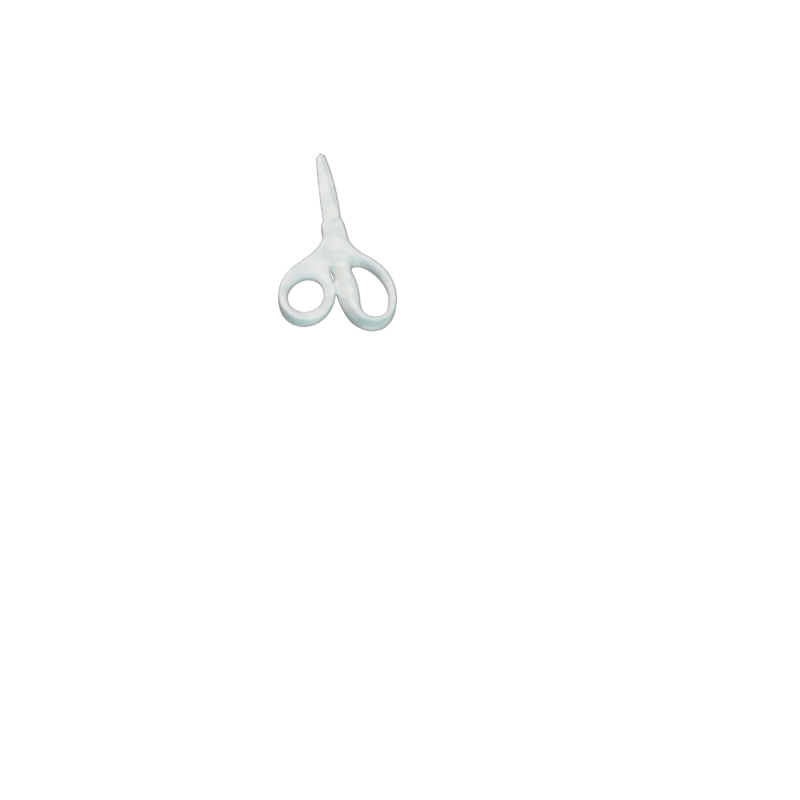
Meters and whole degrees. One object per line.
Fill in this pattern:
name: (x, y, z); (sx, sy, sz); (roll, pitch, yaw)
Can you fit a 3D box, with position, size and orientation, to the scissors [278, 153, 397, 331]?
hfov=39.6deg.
scissors: (-0.068, -0.124, 0.867); (0.095, 0.015, 0.219); (-16, 49, -15)
